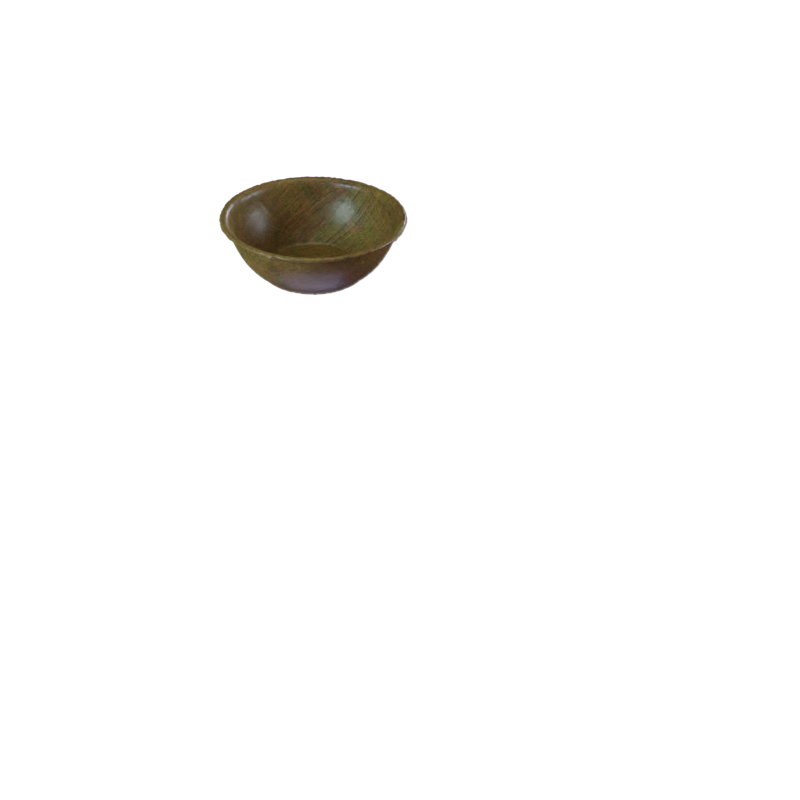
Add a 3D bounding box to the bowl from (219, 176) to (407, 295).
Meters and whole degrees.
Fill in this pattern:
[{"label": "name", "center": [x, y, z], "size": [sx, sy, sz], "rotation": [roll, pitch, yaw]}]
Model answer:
[{"label": "bowl", "center": [-0.076, -0.138, 0.966], "size": [0.162, 0.052, 0.173], "rotation": [-1, 34, -2]}]
